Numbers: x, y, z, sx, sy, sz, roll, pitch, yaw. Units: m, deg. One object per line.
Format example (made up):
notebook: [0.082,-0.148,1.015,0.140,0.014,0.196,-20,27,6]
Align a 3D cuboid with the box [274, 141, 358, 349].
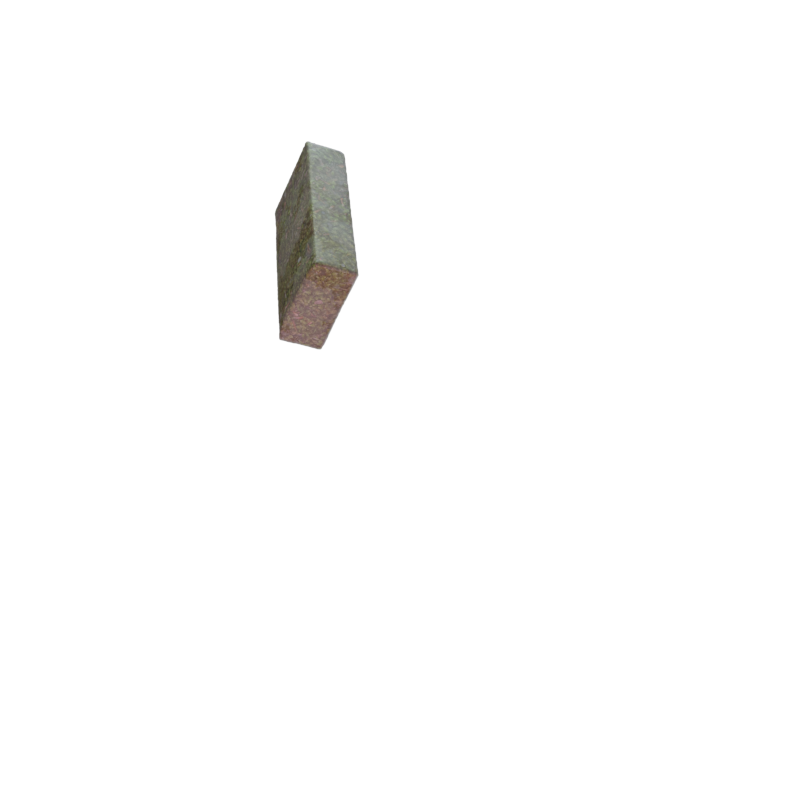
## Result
box: [-0.076,-0.140,0.979,0.047,0.189,0.089,15,-50,-18]
